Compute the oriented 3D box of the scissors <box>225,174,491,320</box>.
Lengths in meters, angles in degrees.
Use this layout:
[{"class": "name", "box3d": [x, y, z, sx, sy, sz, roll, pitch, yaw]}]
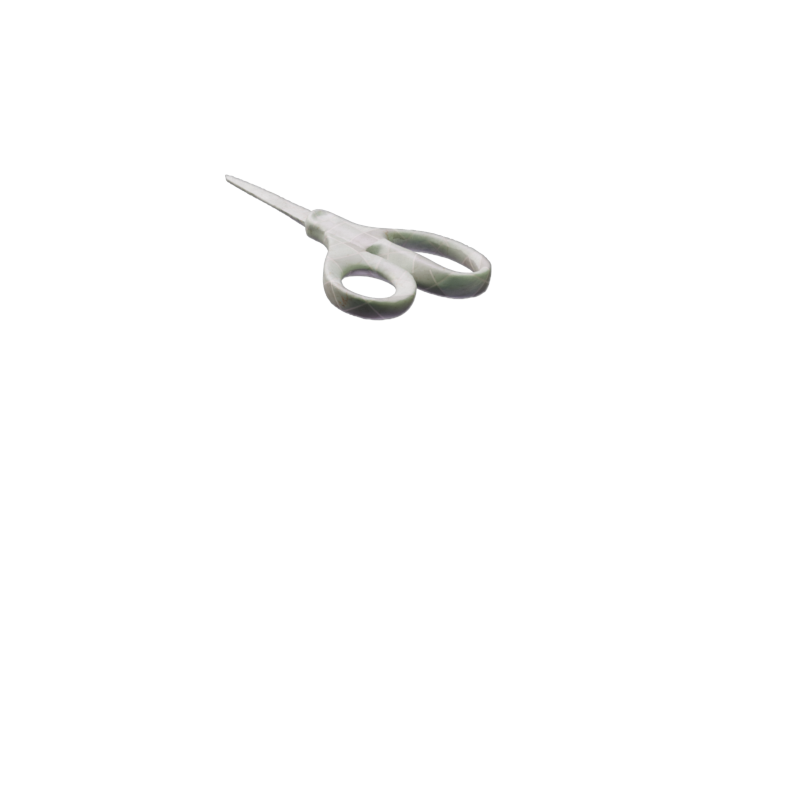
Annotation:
[{"class": "scissors", "box3d": [-0.048, -0.088, 0.615, 0.213, 0.015, 0.097, 20, 37, 30]}]
